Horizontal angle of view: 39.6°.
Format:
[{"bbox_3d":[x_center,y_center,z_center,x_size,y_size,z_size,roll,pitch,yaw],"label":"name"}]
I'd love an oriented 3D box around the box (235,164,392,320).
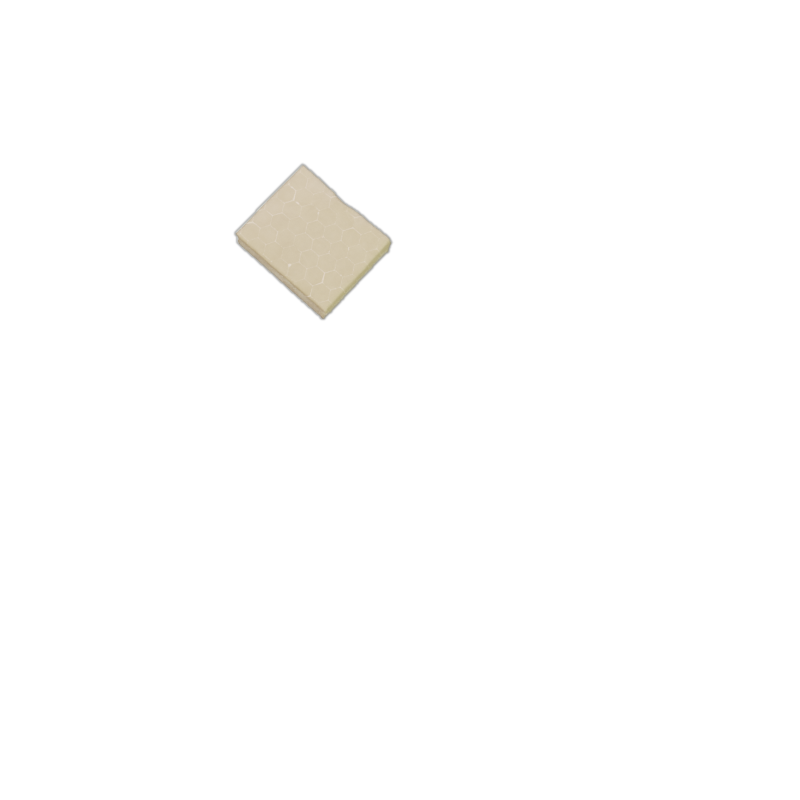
[{"bbox_3d":[-0.063,-0.115,0.805,0.092,0.074,0.029,41,-12,10],"label":"box"}]
